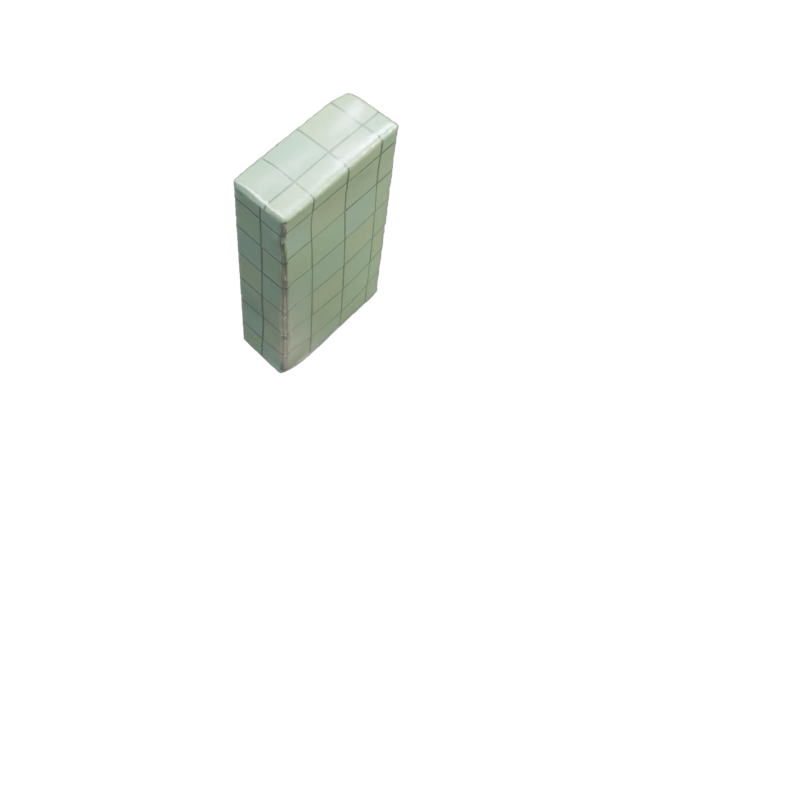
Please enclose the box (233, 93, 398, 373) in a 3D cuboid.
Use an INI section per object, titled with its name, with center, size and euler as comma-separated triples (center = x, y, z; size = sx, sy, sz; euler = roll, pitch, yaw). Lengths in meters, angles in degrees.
[box]
center = -0.052, -0.095, 0.662
size = 0.050, 0.095, 0.165
euler = 38, -26, 17
